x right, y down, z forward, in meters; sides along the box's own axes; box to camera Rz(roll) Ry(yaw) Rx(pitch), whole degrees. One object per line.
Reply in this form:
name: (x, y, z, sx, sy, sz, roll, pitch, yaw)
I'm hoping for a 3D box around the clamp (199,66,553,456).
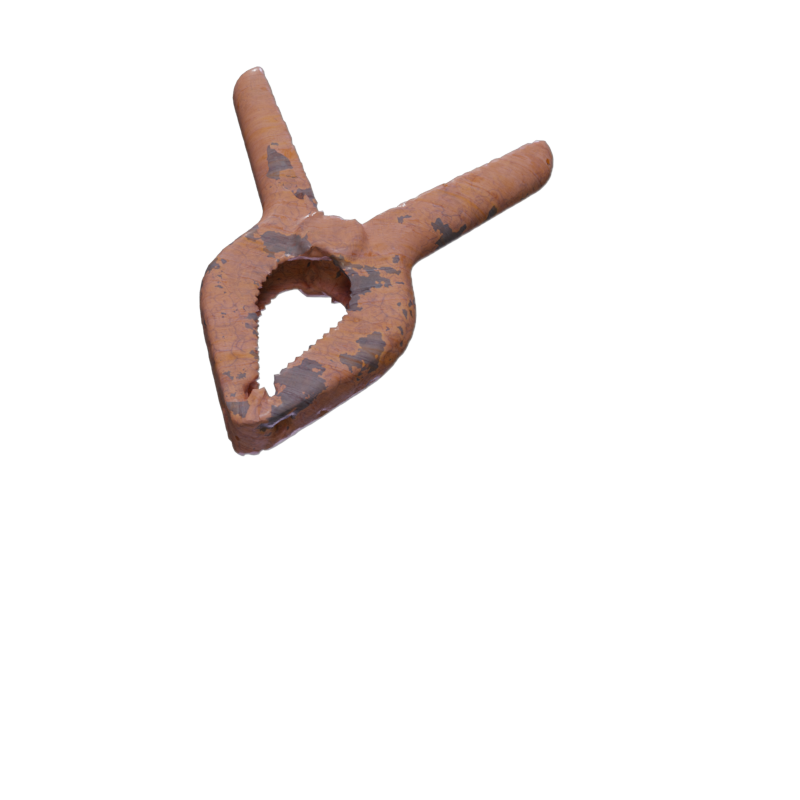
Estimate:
clamp: (-0.040, -0.072, 0.505, 0.170, 0.218, 0.034, 20, -35, 15)
